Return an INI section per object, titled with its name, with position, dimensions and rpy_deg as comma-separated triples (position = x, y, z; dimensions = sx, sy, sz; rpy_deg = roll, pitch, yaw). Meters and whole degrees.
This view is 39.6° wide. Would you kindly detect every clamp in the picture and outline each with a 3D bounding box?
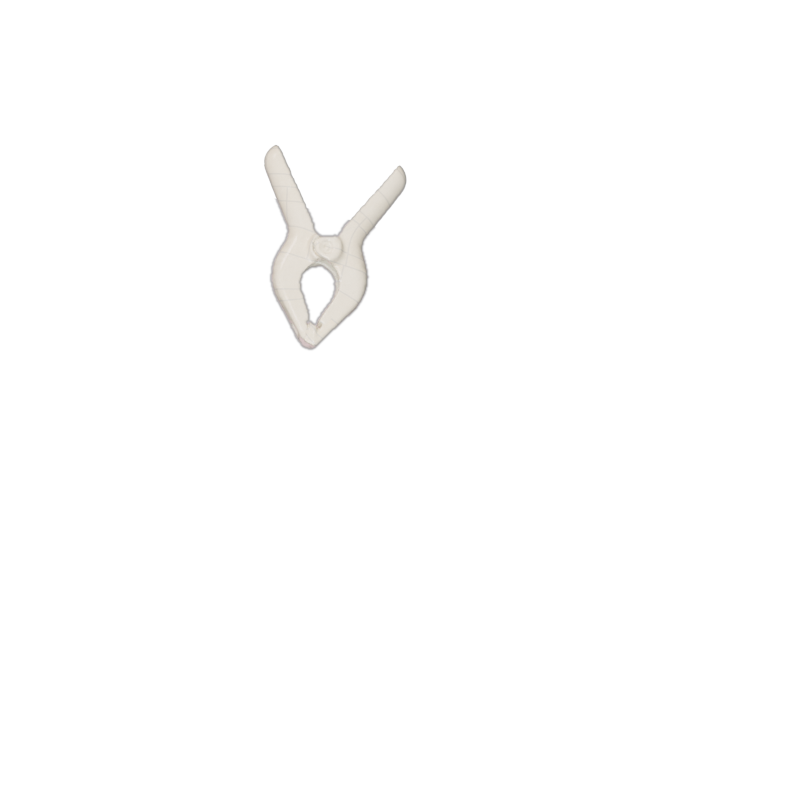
[clamp]
position = -0.072, -0.132, 0.922
dimensions = 0.121, 0.177, 0.038
rpy_deg = 15, -16, 4
